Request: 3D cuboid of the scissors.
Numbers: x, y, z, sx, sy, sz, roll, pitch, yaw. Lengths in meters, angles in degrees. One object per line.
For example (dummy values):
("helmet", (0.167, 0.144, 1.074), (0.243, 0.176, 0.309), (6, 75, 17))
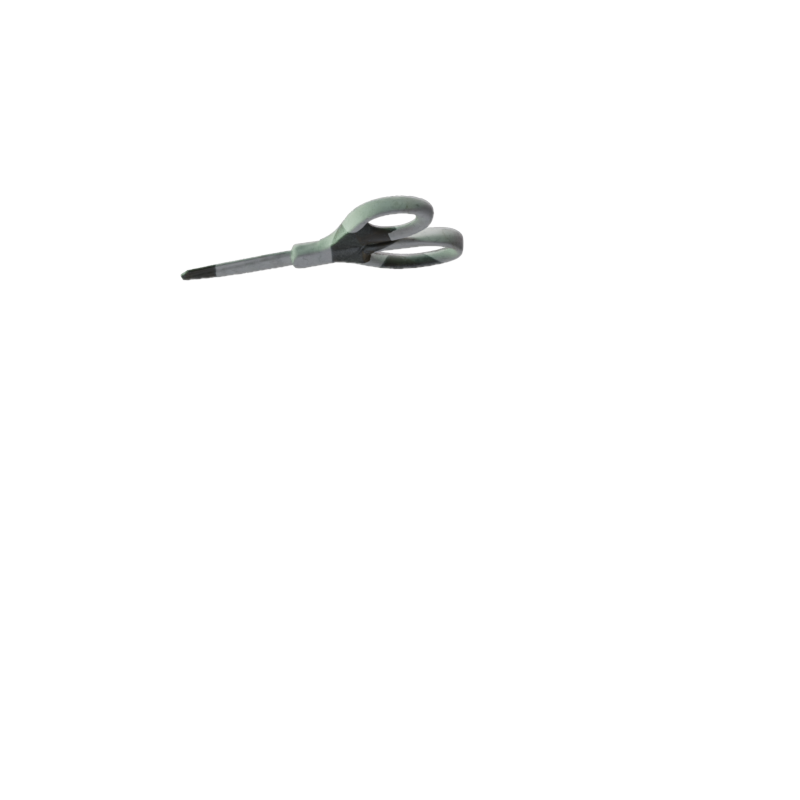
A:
("scissors", (-0.059, -0.107, 0.749), (0.203, 0.017, 0.091), (-2, -21, 5))
